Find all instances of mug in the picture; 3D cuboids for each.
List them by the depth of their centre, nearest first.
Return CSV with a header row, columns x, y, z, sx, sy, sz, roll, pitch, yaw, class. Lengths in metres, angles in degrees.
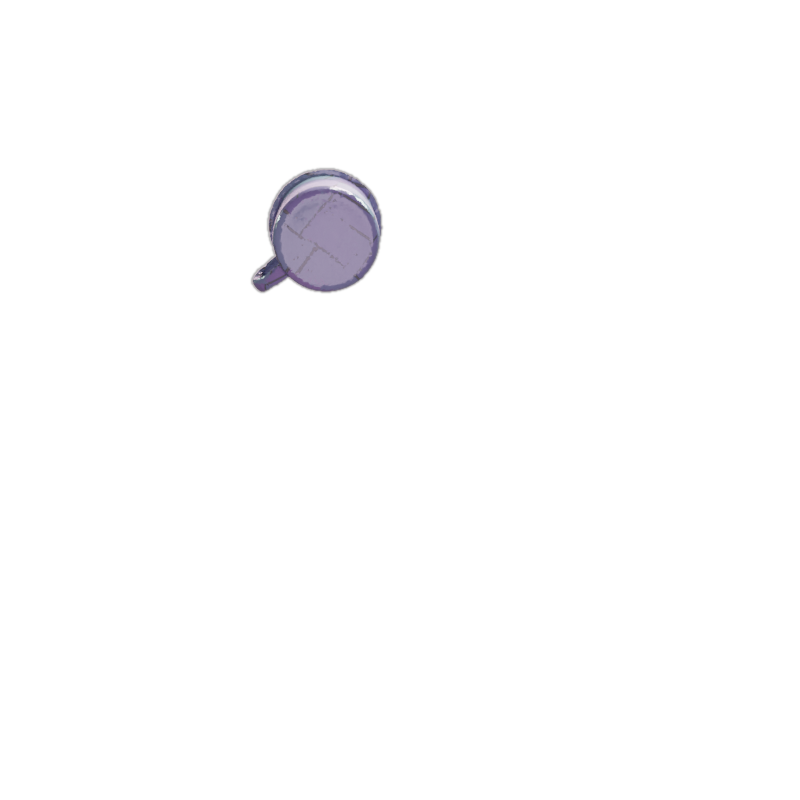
x,y,z,sx,sy,sz,roll,pitch,yaw,class
-0.068,-0.124,0.869,0.117,0.091,0.084,-35,11,5,mug
